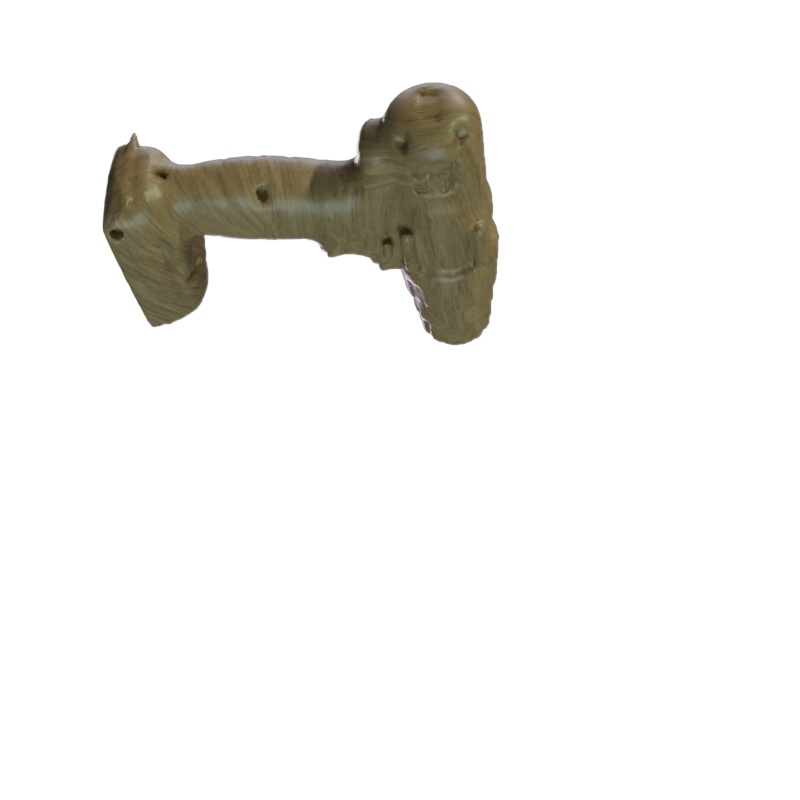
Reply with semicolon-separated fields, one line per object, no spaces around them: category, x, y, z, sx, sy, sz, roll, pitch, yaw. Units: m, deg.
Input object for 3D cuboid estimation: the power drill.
power drill;-0.044;-0.081;0.568;0.189;0.061;0.171;-5;-34;6
